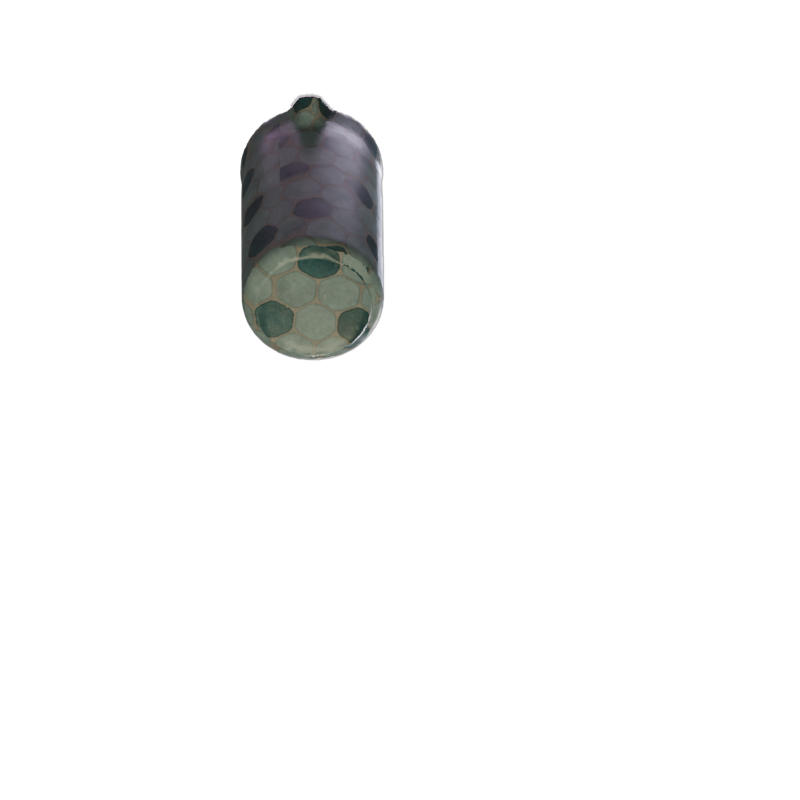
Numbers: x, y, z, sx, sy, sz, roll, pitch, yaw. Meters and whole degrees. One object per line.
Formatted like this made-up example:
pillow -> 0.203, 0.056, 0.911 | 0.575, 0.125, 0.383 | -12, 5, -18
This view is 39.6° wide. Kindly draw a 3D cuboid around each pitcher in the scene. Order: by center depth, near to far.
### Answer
pitcher -> -0.073, -0.134, 0.939 | 0.141, 0.143, 0.259 | 40, 24, -26
